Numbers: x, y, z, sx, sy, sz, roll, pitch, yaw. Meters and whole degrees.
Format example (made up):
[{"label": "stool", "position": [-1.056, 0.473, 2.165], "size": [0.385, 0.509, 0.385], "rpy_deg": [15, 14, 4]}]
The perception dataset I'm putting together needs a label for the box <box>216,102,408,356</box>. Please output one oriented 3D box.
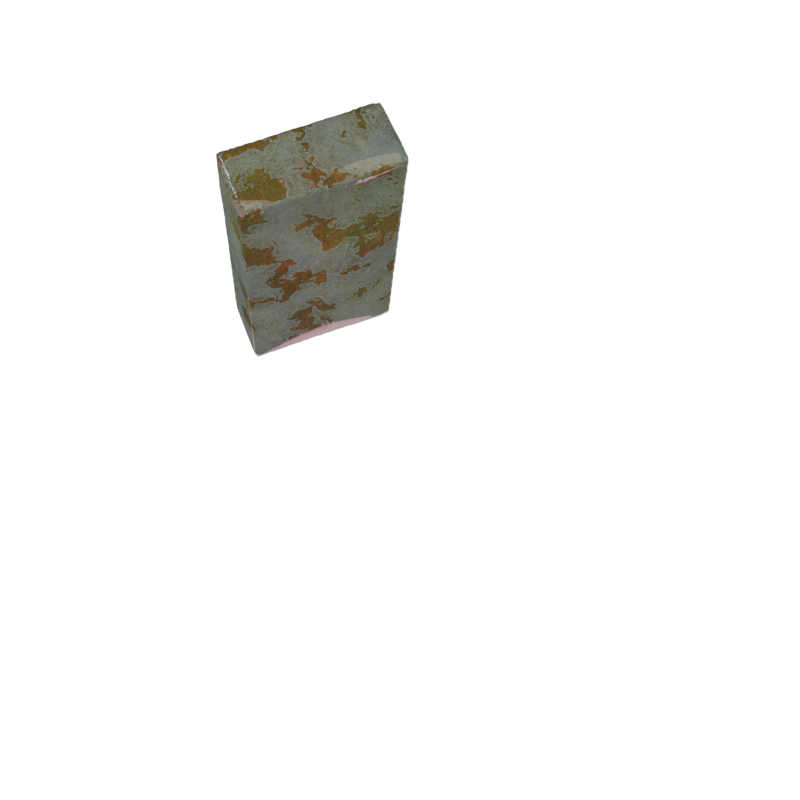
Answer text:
[{"label": "box", "position": [-0.049, -0.089, 0.629], "size": [0.093, 0.051, 0.168], "rpy_deg": [-20, -18, -11]}]
